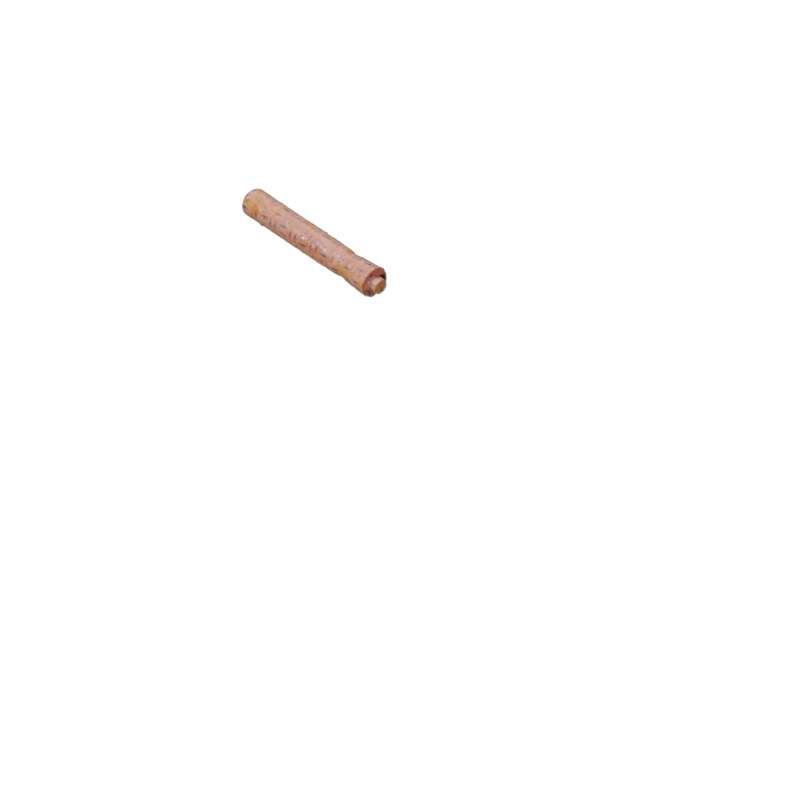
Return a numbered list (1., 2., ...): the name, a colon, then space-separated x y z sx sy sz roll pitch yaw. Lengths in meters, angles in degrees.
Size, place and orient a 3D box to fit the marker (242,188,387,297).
1. marker: -0.051 -0.094 0.658 0.019 0.019 0.130 -3 31 -44
